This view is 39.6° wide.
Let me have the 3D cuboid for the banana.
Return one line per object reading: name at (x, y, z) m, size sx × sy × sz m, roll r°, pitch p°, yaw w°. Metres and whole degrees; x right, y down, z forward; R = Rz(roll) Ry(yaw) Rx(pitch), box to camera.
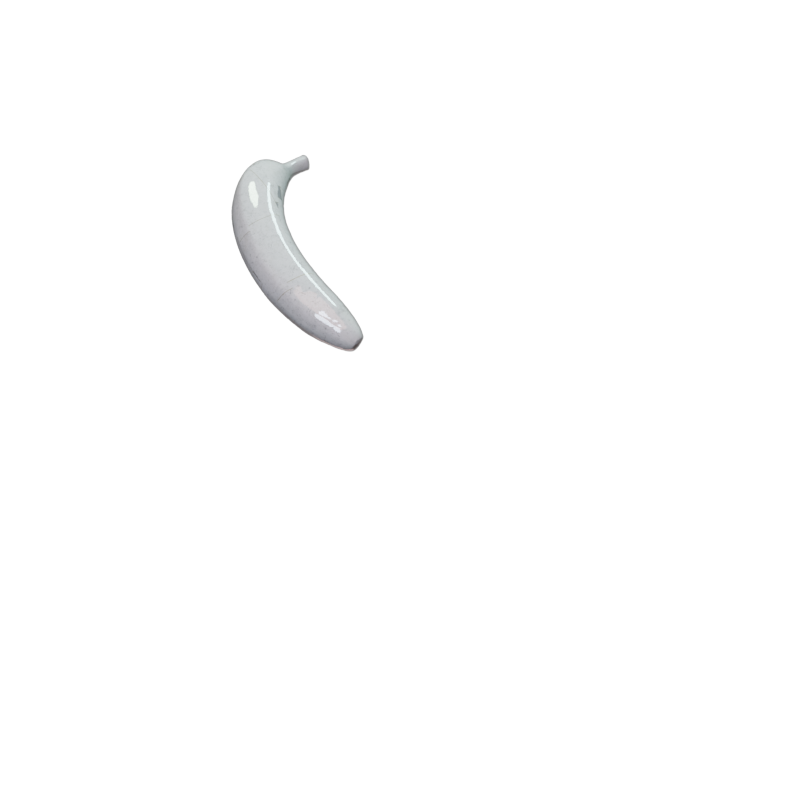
banana at (-0.079, -0.111, 0.774) m, size 0.069 × 0.214 × 0.034 m, roll -9°, pitch -40°, yaw -9°
